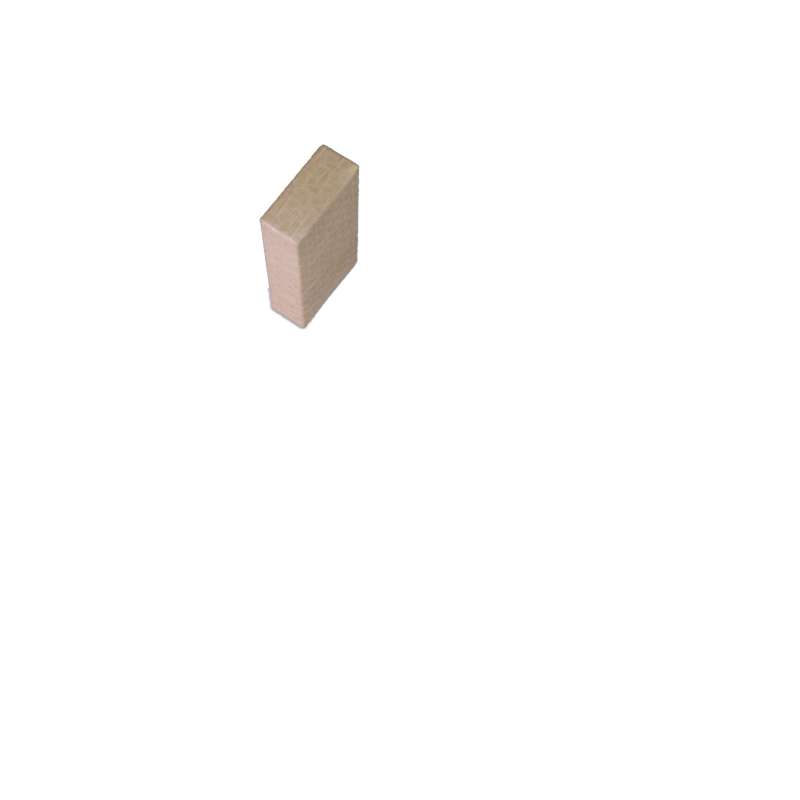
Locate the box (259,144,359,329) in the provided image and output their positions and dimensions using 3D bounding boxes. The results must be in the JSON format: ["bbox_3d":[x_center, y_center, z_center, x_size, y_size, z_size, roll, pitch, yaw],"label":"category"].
[{"bbox_3d":[-0.077,-0.141,0.986,0.049,0.095,0.168,33,-19,8],"label":"box"}]
